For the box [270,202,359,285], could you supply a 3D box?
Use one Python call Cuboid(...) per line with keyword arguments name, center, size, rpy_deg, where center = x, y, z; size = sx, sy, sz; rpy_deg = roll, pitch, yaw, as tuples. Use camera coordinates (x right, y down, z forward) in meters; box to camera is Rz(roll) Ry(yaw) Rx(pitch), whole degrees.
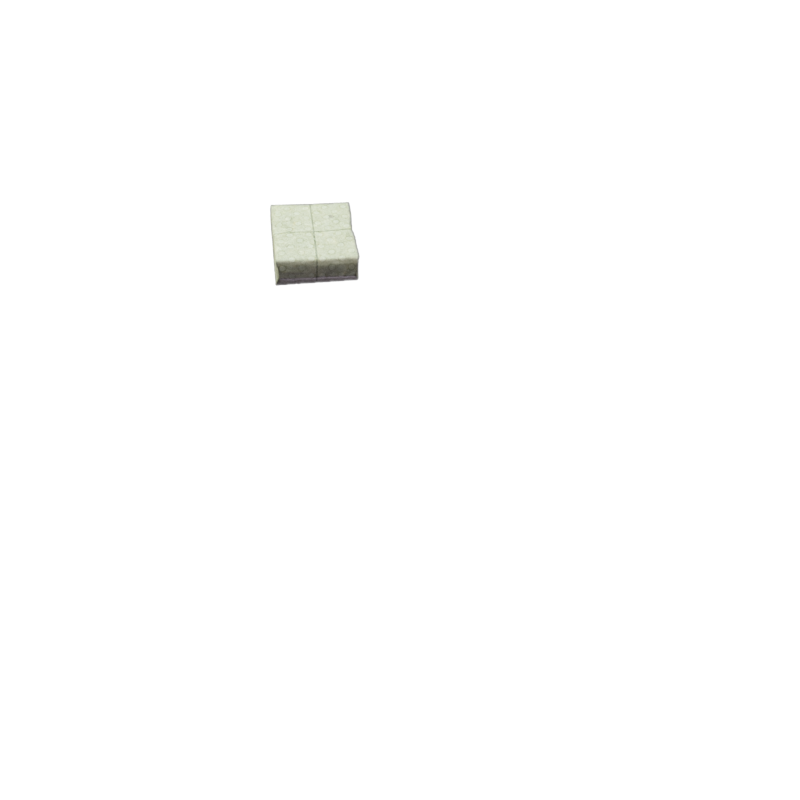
Cuboid(name="box", center=(-0.077, -0.141, 0.985), size=(0.073, 0.028, 0.096), rpy_deg=(-4, 40, -5))
